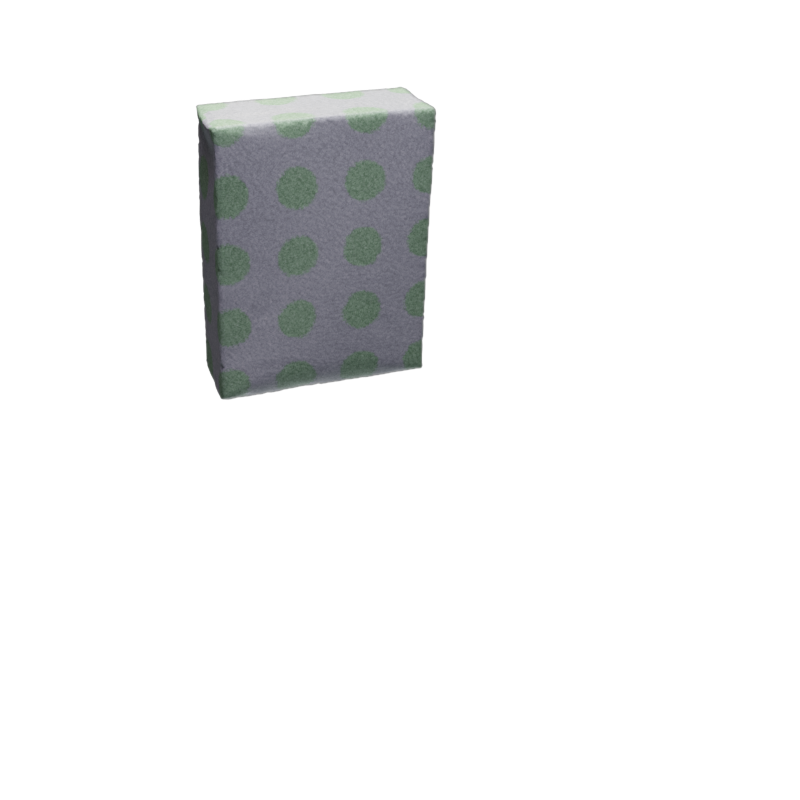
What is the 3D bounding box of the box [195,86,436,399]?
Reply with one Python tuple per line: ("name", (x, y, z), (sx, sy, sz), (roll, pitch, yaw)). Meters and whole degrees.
("box", (-0.065, -0.118, 0.828), (0.161, 0.203, 0.077), (-8, 27, -18))
